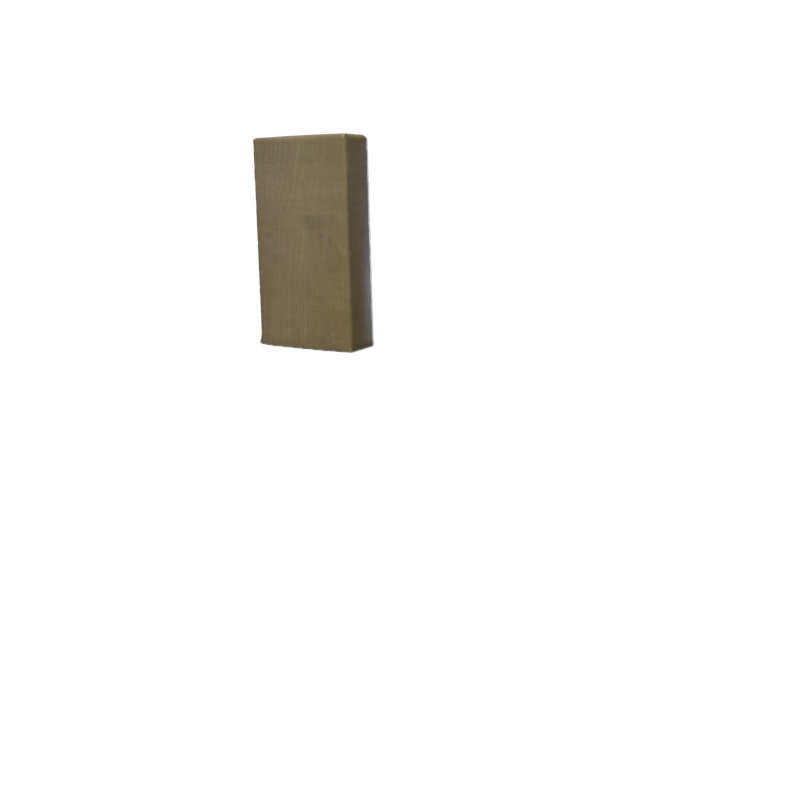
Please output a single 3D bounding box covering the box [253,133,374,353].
[{"bbox_3d":[-0.072,-0.131,0.920,0.097,0.175,0.047,3,3,31],"label":"box"}]
